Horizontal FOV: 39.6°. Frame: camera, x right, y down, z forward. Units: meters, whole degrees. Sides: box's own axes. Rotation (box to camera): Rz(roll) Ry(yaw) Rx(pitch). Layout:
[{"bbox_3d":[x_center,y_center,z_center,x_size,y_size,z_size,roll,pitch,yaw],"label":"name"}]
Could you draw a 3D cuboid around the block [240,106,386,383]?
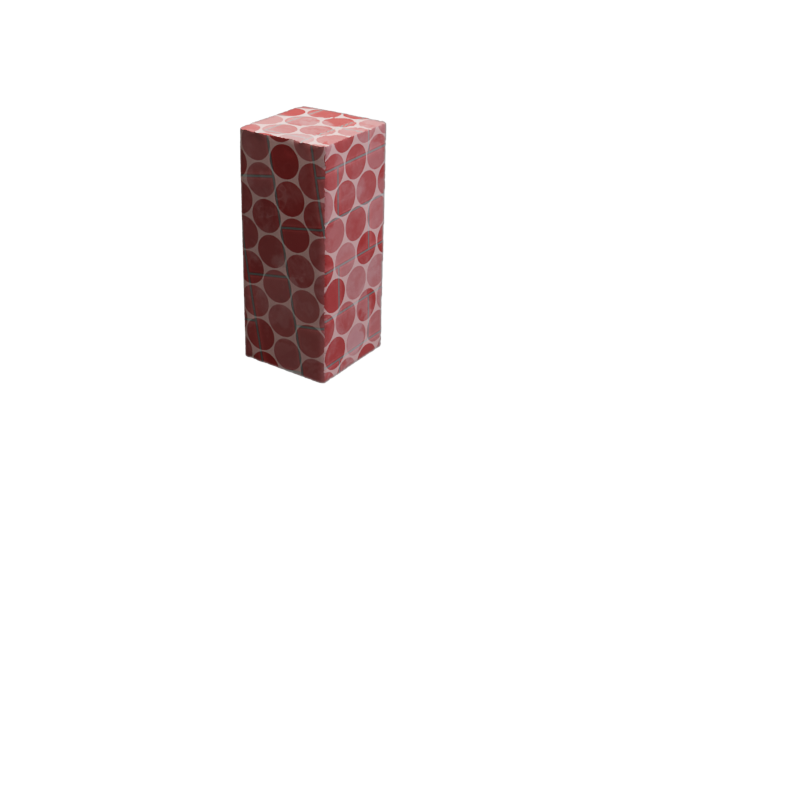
[{"bbox_3d":[-0.074,-0.135,0.941,0.095,0.196,0.091,17,29,30],"label":"block"}]
